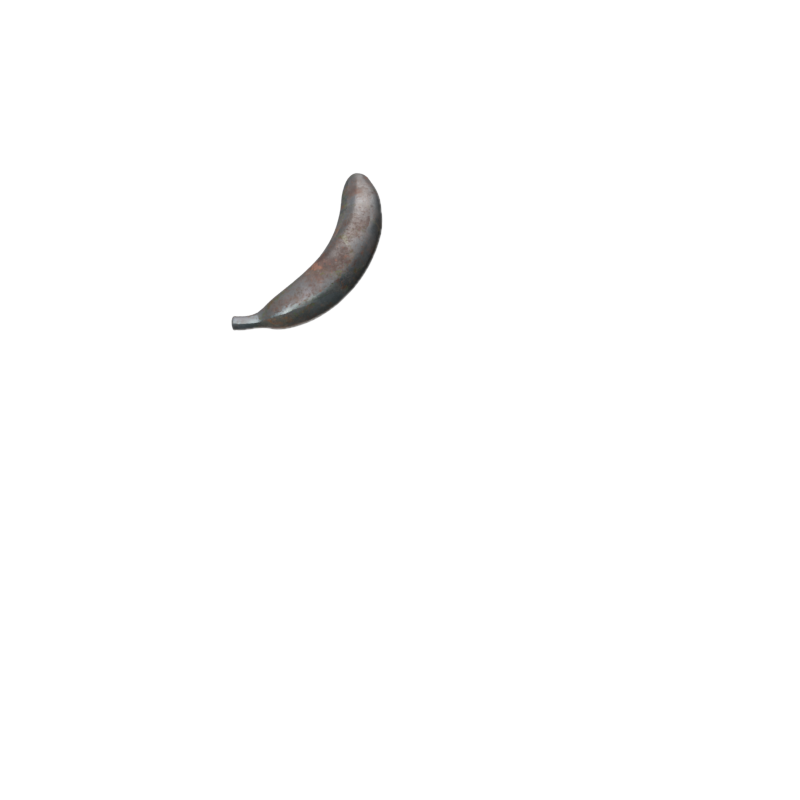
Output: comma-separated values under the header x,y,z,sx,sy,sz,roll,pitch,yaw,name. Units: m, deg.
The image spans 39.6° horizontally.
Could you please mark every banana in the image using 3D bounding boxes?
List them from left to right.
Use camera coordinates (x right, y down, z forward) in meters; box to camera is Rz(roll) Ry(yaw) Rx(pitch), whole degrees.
x,y,z,sx,sy,sz,roll,pitch,yaw,name
-0.056,-0.119,0.894,0.072,0.204,0.034,22,-38,17,banana
